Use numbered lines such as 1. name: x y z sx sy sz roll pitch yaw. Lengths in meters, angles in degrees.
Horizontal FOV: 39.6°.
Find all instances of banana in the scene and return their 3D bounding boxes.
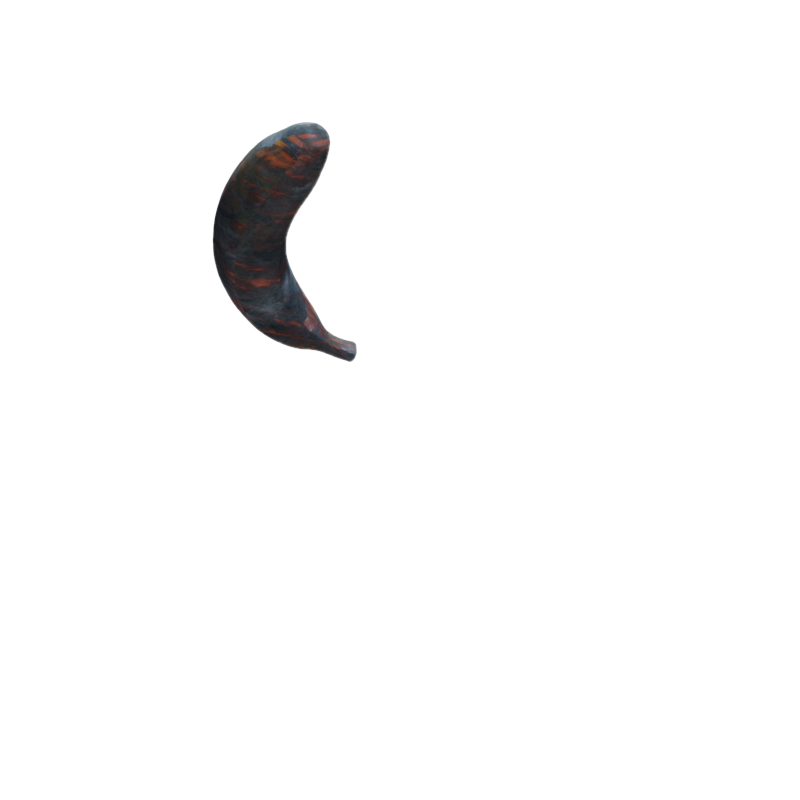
1. banana: -0.063 -0.078 0.569 0.070 0.039 0.185 -2 -28 2
